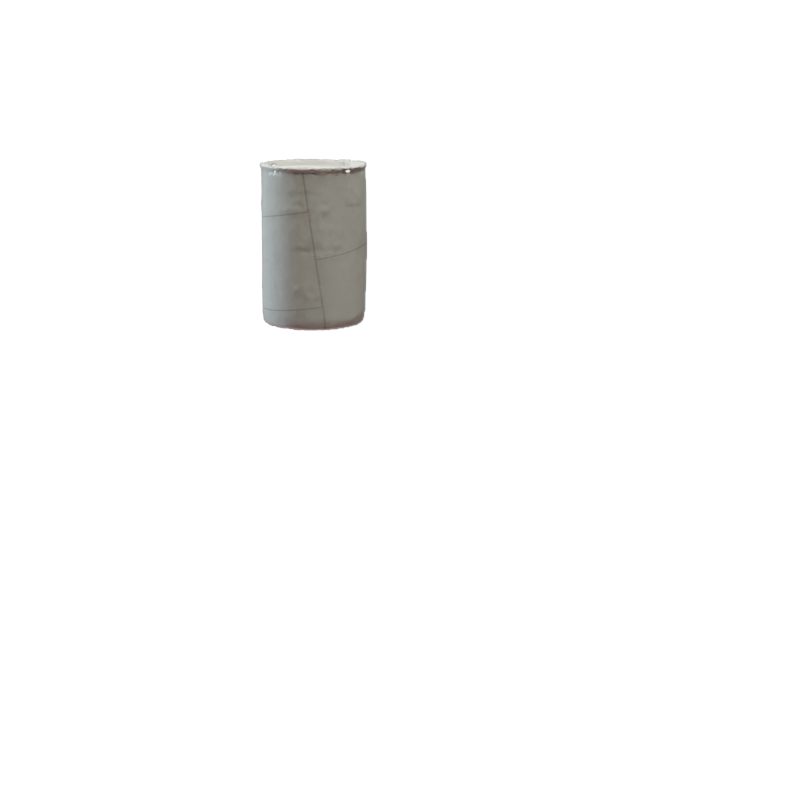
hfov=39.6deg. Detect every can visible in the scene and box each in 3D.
[{"bbox_3d":[-0.056,-0.101,0.710,0.068,0.100,0.070,0,12,-2],"label":"can"}]
